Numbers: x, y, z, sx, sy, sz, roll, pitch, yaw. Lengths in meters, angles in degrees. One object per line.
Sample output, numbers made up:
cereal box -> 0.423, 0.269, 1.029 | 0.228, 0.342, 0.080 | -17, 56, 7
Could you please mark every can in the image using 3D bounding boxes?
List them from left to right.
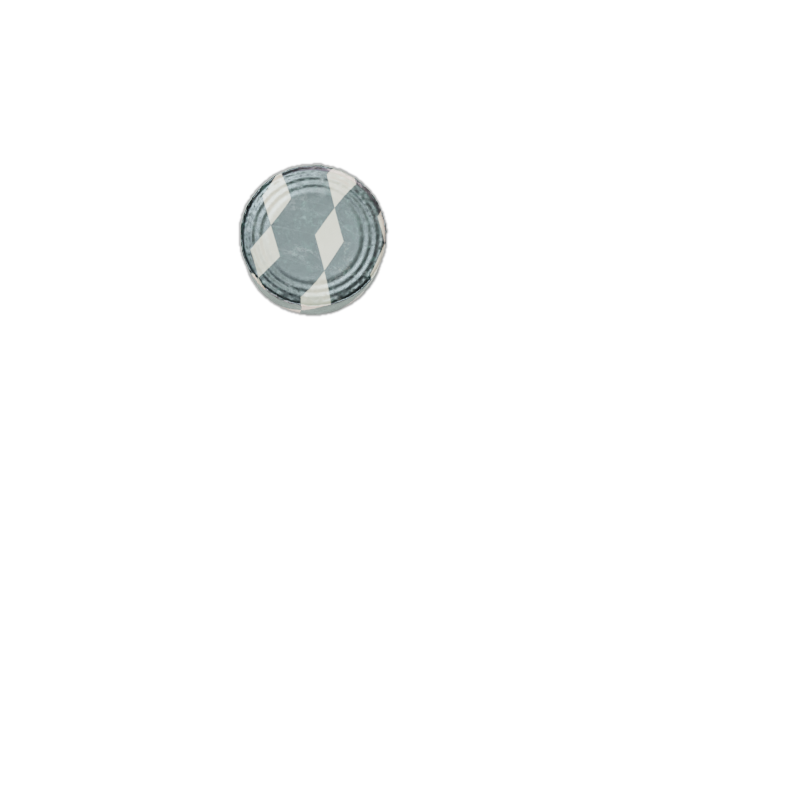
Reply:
can -> -0.052, -0.094, 0.660 | 0.086, 0.089, 0.032 | 0, -14, -1
